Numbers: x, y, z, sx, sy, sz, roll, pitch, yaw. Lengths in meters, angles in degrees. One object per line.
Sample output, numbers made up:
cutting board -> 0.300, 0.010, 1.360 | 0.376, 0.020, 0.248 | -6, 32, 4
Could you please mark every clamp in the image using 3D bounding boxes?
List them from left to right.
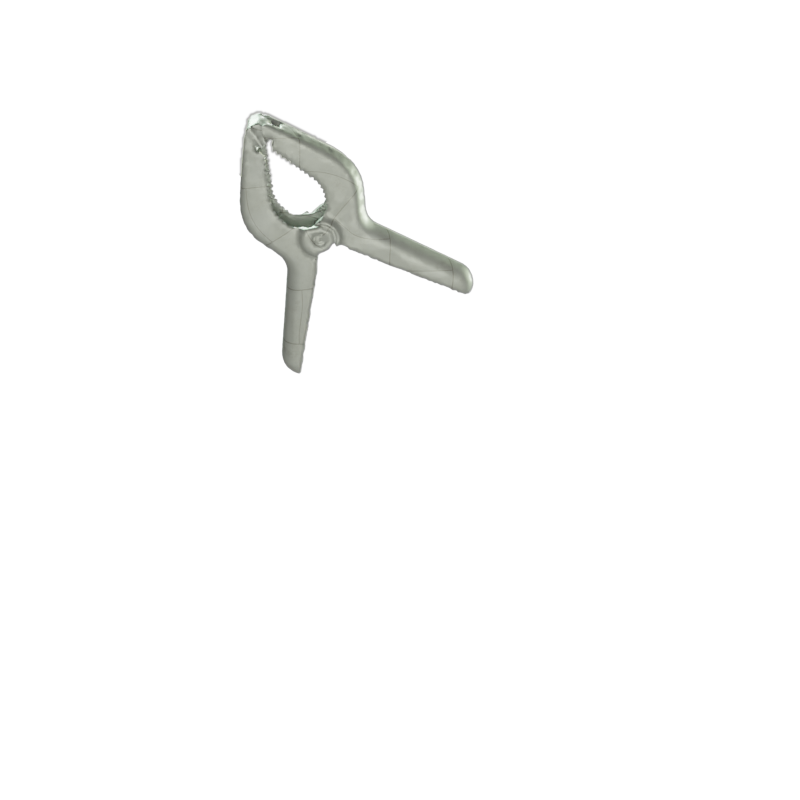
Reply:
clamp -> -0.066, -0.120, 0.843 | 0.164, 0.199, 0.038 | -33, 23, 15
